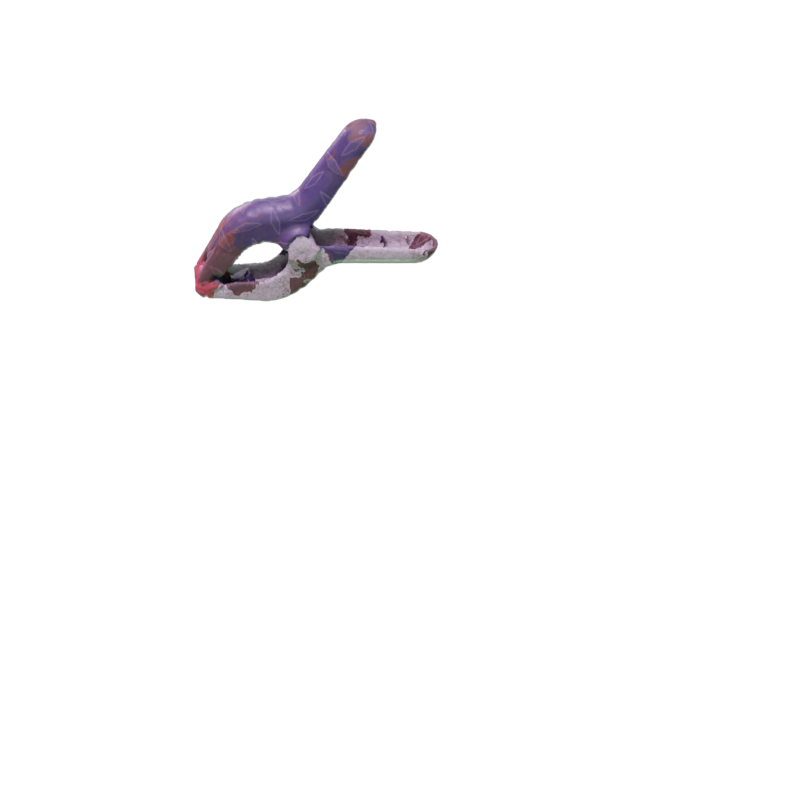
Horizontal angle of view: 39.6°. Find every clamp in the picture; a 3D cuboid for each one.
[{"bbox_3d":[-0.061,-0.111,0.777,0.171,0.113,0.042,-29,28,17],"label":"clamp"}]
